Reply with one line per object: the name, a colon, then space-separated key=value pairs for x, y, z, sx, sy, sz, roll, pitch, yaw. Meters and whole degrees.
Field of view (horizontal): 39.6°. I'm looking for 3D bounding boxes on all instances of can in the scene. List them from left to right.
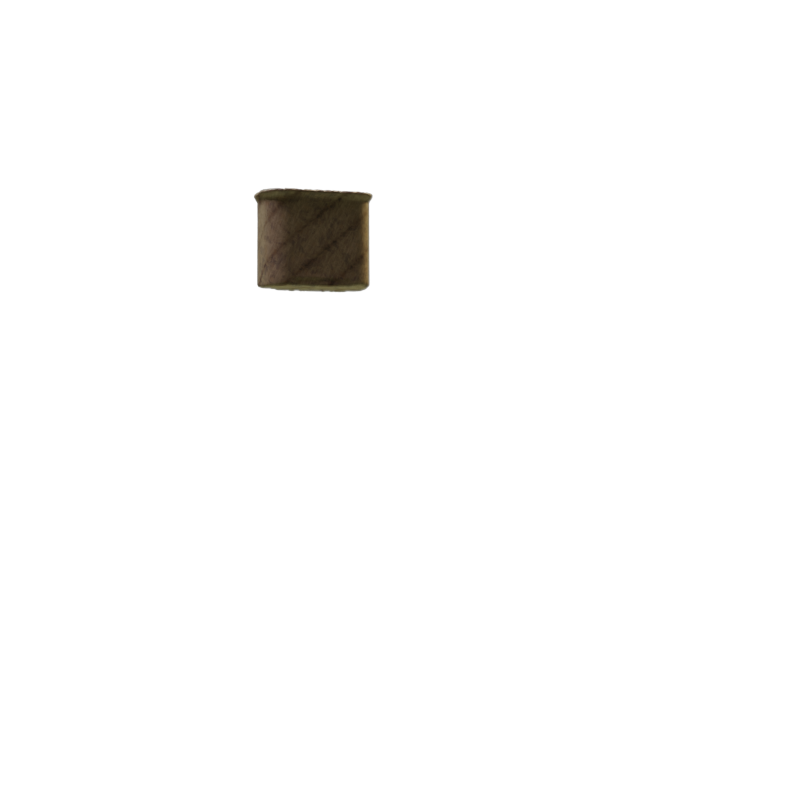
can: x=-0.076 y=-0.139 z=0.971 sx=0.099 sy=0.085 sz=0.058 roll=1 pitch=-4 yaw=-19
